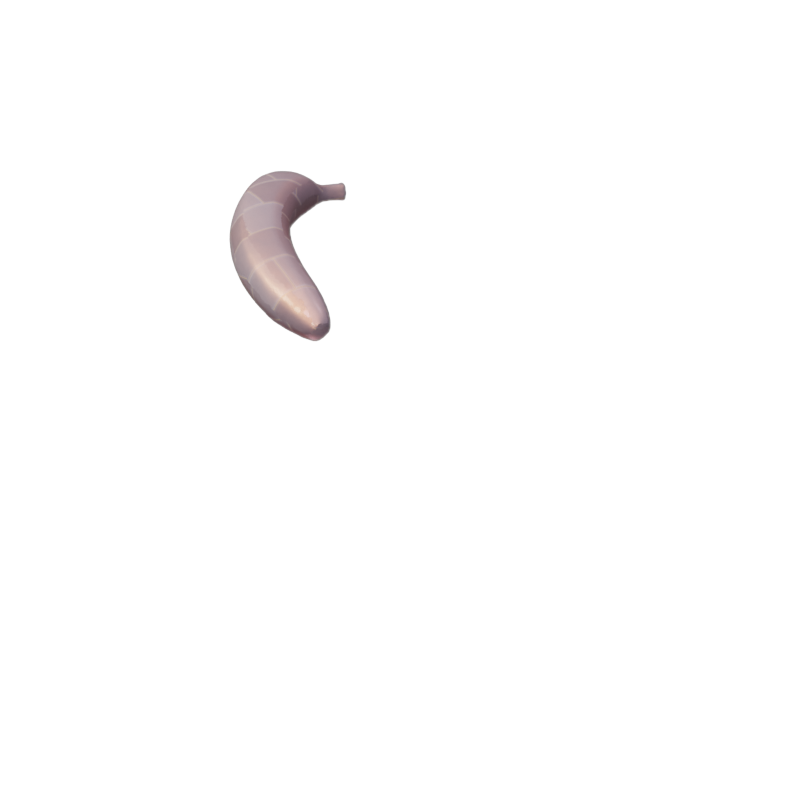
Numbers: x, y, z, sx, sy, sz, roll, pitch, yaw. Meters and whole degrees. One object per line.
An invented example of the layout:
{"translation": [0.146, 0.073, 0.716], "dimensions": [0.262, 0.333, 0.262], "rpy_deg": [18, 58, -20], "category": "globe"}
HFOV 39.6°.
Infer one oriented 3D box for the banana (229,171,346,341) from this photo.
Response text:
{"translation": [-0.072, -0.100, 0.685], "dimensions": [0.070, 0.034, 0.210], "rpy_deg": [1, 34, 1], "category": "banana"}
